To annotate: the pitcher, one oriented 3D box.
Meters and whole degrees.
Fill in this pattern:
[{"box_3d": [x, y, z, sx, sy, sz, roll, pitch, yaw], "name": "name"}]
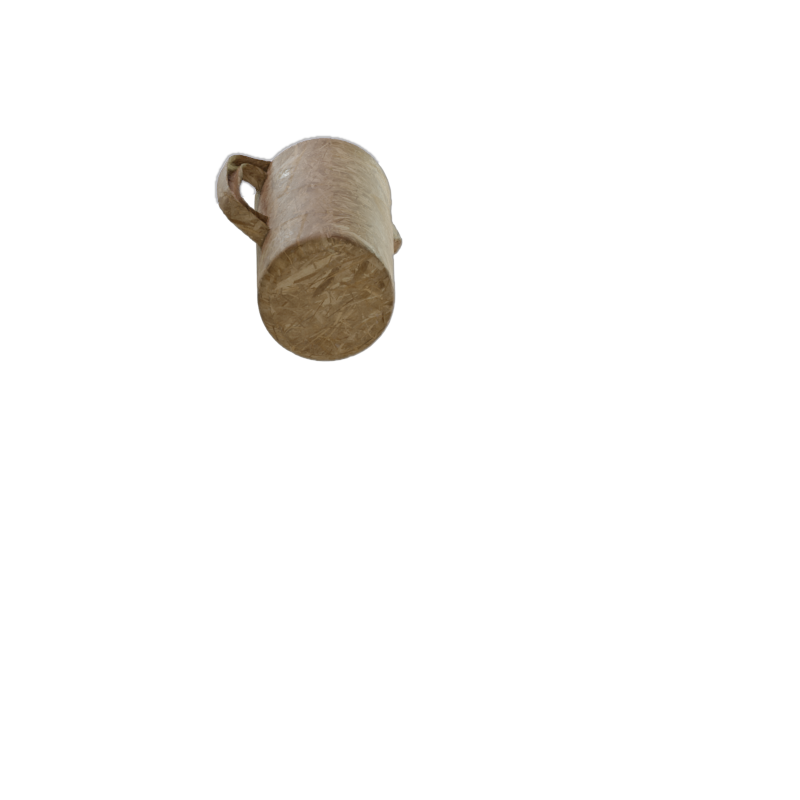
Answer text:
[{"box_3d": [-0.075, -0.137, 0.962, 0.149, 0.137, 0.256, -14, 26, 4], "name": "pitcher"}]
